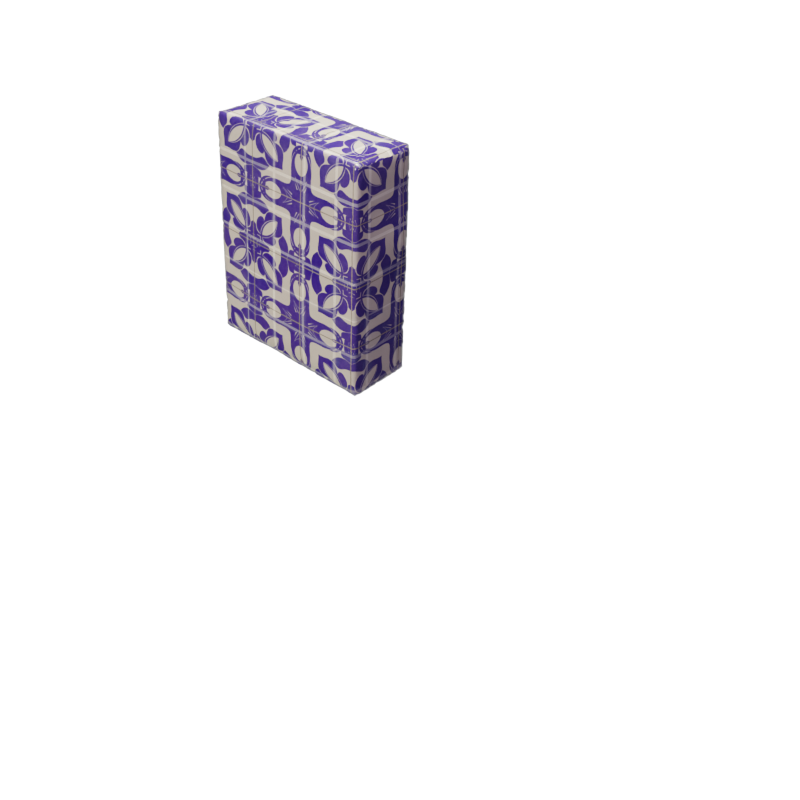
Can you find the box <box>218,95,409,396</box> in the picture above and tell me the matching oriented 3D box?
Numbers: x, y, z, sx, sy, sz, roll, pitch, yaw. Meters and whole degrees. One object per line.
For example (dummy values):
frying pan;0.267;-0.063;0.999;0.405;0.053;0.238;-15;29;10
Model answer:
box;-0.074;-0.135;0.945;0.175;0.201;0.071;28;39;36
